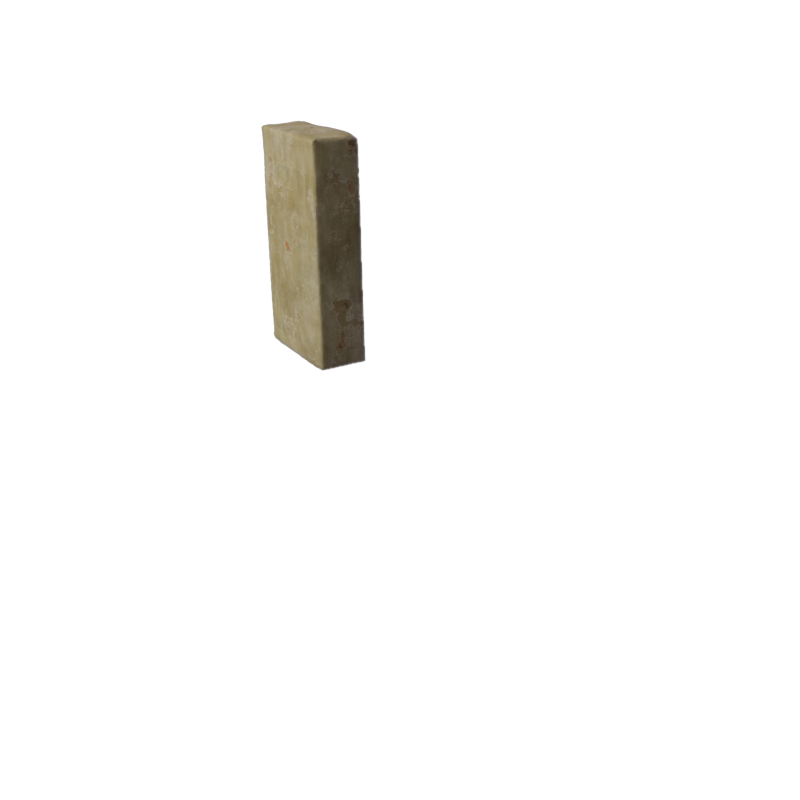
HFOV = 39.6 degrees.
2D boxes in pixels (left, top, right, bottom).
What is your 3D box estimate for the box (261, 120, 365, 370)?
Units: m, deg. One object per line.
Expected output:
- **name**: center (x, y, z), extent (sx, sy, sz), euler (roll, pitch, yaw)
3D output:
- **box**: center (-0.067, -0.122, 0.855), extent (0.047, 0.170, 0.099), euler (-7, 18, -28)
